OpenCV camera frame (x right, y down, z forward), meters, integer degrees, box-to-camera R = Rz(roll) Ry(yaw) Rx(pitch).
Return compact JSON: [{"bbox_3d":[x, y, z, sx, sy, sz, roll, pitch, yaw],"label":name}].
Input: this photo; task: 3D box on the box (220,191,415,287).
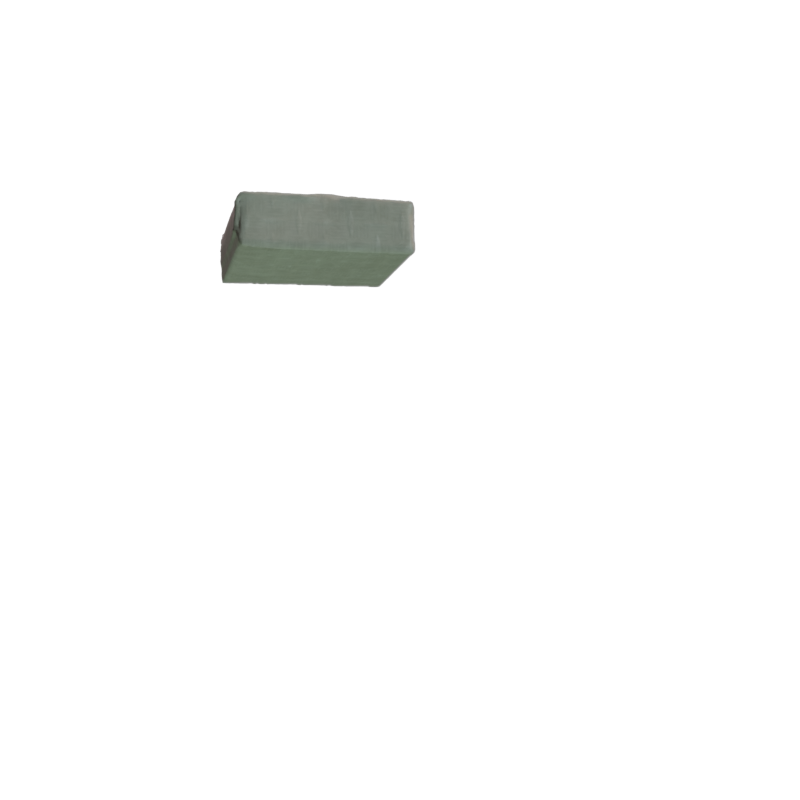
[{"bbox_3d":[-0.044,-0.081,0.564,0.088,0.031,0.072,2,-10,-12],"label":"box"}]
